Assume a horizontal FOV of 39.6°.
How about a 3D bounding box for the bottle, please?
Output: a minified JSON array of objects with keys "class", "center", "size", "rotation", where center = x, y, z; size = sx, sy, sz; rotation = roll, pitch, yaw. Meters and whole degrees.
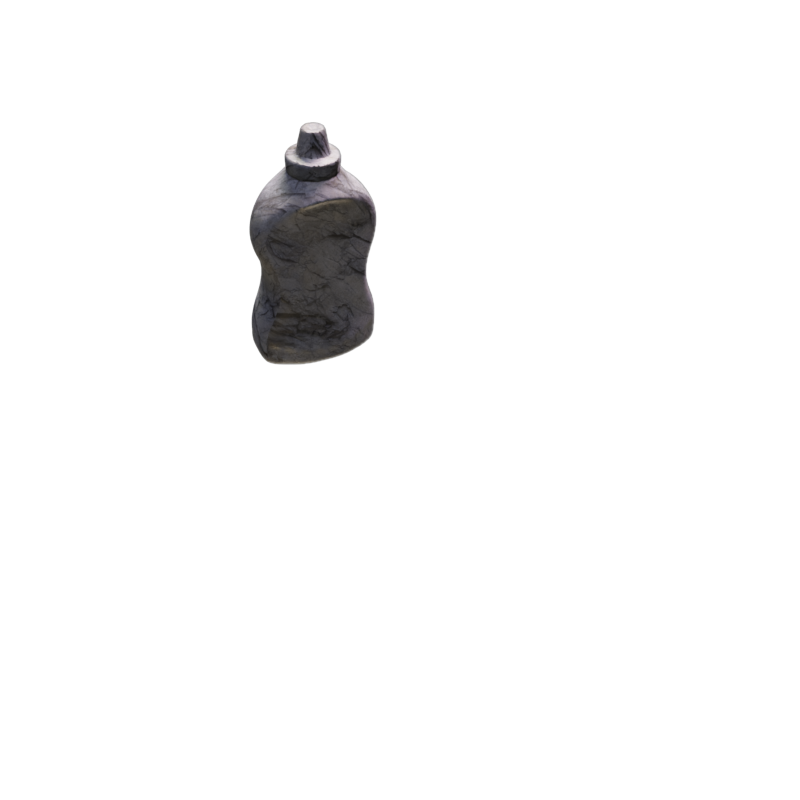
[{"class":"bottle","center":[-0.066,-0.120,0.838],"size":[0.095,0.179,0.063],"rotation":[-12,38,-19]}]
